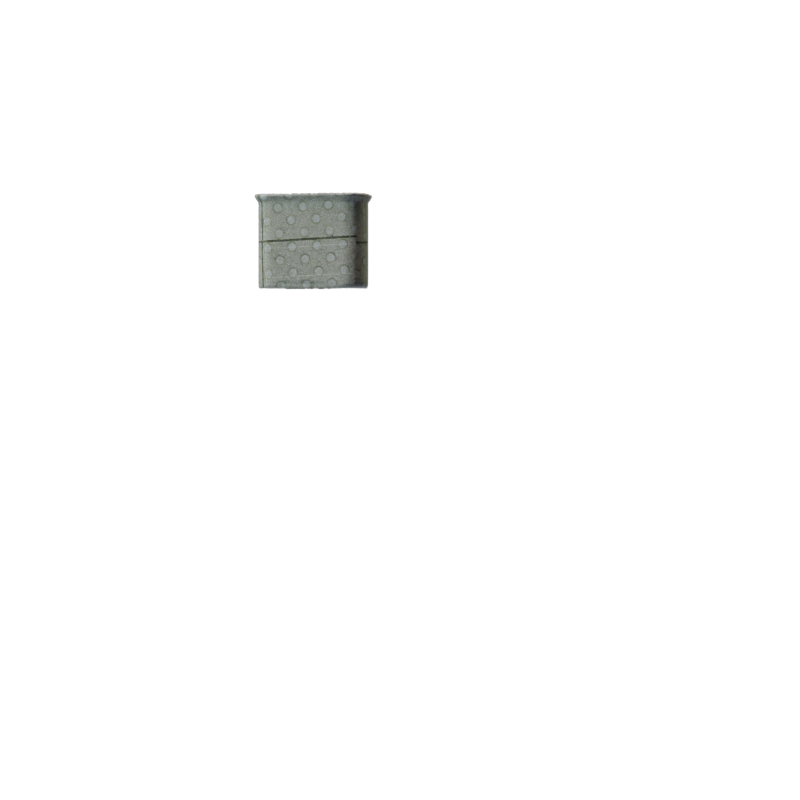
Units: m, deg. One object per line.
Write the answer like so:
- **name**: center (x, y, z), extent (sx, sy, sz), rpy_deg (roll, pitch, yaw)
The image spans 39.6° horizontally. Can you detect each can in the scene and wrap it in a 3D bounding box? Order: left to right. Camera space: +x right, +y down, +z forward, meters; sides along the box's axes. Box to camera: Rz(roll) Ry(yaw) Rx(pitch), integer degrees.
- **can**: center (-0.077, -0.141, 0.986), extent (0.104, 0.084, 0.056), rpy_deg (1, 1, 12)
